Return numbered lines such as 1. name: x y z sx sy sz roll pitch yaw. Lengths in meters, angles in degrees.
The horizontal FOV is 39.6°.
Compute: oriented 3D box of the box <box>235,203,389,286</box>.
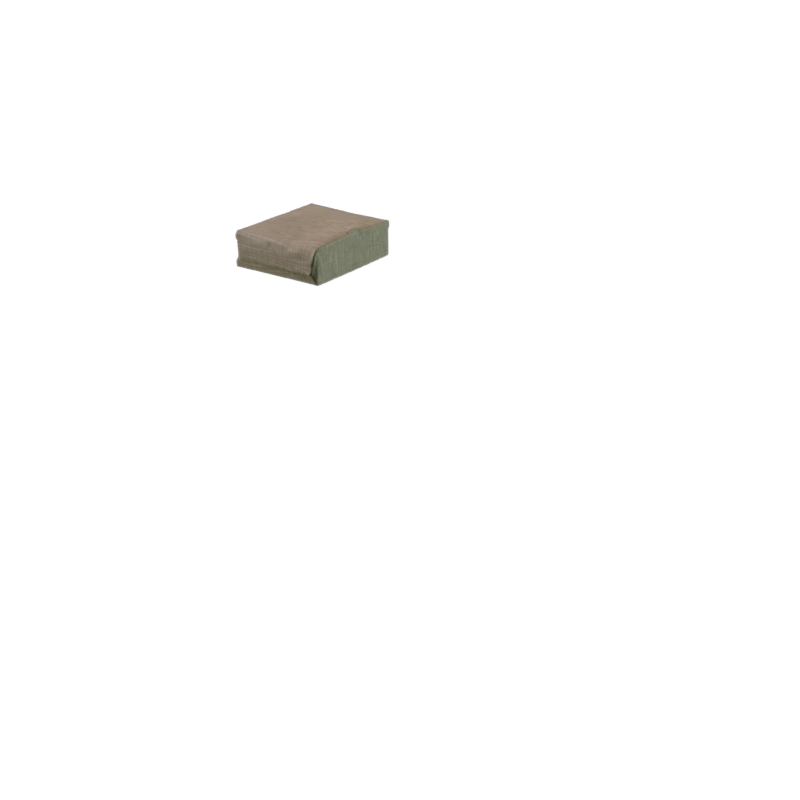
1. box: -0.062 -0.113 0.791 0.077 0.029 0.089 17 29 32
